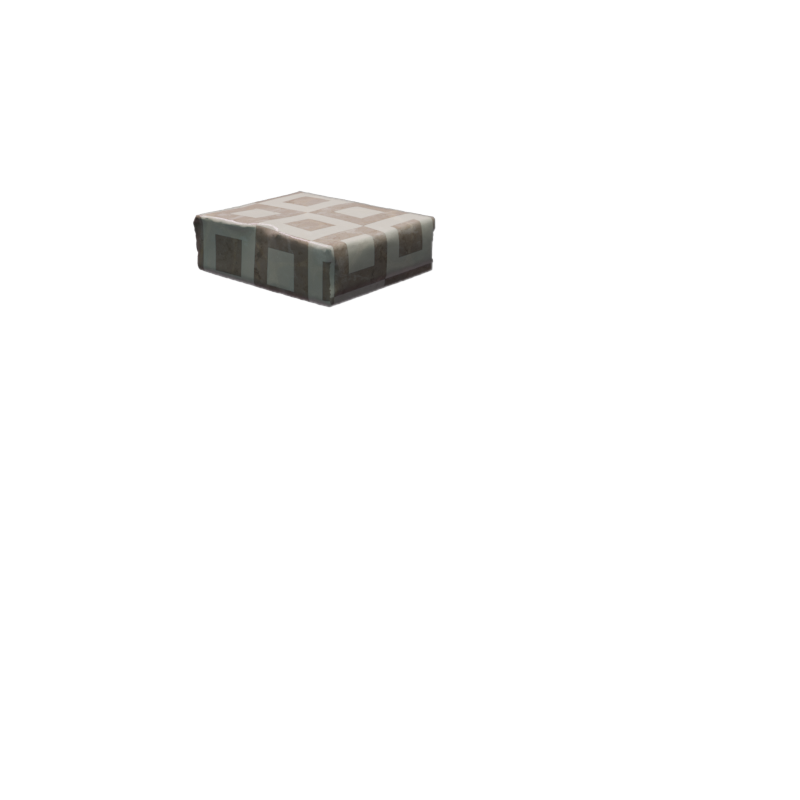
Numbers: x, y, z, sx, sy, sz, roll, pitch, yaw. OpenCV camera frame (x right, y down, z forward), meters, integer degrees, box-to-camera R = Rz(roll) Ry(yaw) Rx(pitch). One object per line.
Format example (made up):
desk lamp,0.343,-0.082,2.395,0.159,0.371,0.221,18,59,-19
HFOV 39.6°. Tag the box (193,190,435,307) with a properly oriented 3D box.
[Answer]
box,-0.041,-0.074,0.518,0.094,0.029,0.072,18,28,38
